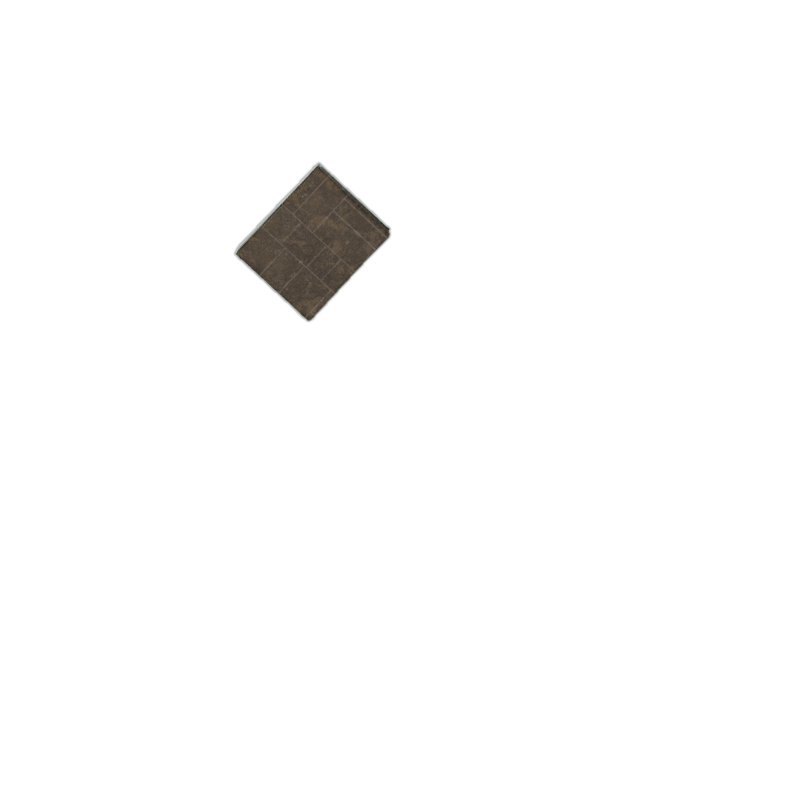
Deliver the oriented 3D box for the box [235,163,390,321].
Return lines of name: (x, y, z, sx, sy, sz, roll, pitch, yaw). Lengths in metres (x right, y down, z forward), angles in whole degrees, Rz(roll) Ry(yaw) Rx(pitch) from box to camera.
box: (-0.062, -0.114, 0.797, 0.072, 0.089, 0.031, 43, 5, -6)
